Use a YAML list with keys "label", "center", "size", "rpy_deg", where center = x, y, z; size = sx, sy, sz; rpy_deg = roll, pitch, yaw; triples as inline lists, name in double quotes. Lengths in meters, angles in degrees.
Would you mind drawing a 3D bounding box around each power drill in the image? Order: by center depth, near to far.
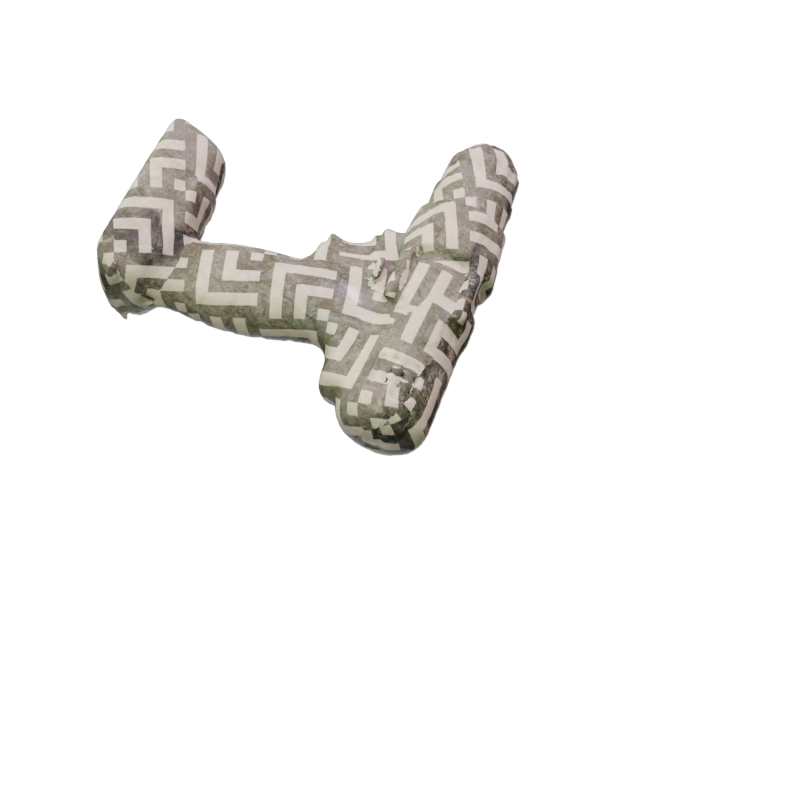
- label: "power drill"
  center: [-0.045, -0.081, 0.569]
  size: [0.192, 0.192, 0.054]
  rpy_deg: [18, -32, 11]
